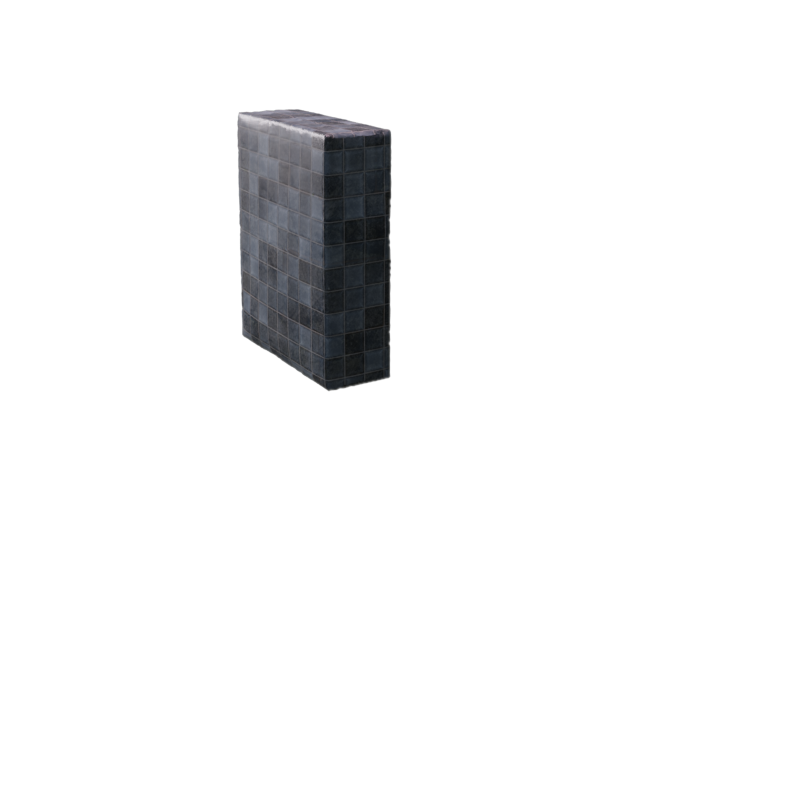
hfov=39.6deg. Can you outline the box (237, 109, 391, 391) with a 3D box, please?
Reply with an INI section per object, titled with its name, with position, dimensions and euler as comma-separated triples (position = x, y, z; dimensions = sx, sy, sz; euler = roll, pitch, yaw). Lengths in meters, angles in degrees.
[box]
position = -0.075, -0.137, 0.962
dimensions = 0.070, 0.206, 0.174
euler = -8, 19, -31
